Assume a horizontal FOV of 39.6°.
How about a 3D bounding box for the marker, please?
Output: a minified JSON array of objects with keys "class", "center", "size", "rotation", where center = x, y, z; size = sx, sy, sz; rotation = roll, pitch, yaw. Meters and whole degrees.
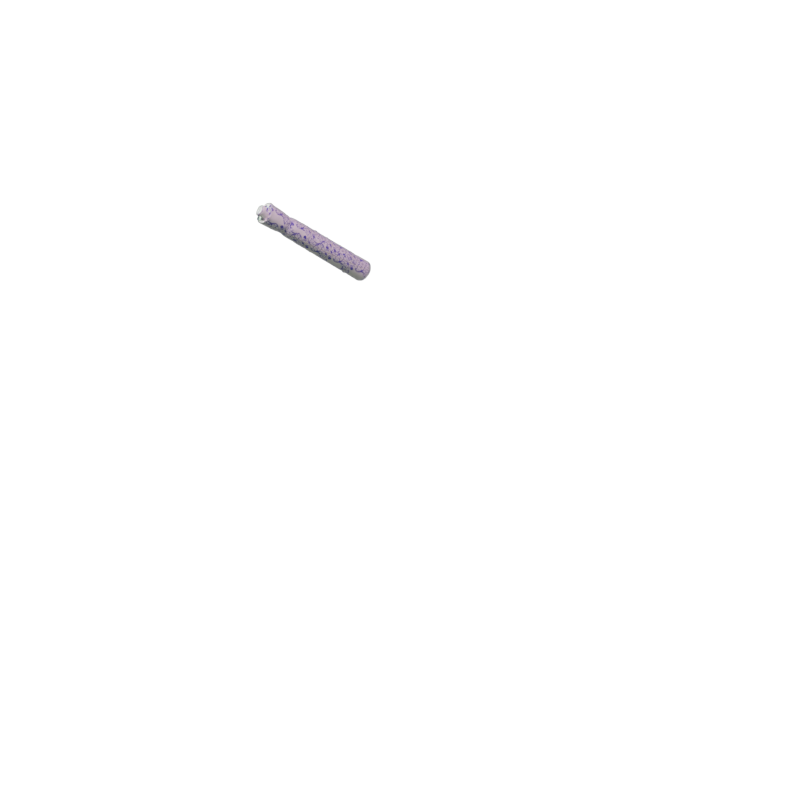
[{"class":"marker","center":[-0.073,-0.134,0.937],"size":[0.113,0.020,0.021],"rotation":[27,-13,-35]}]
